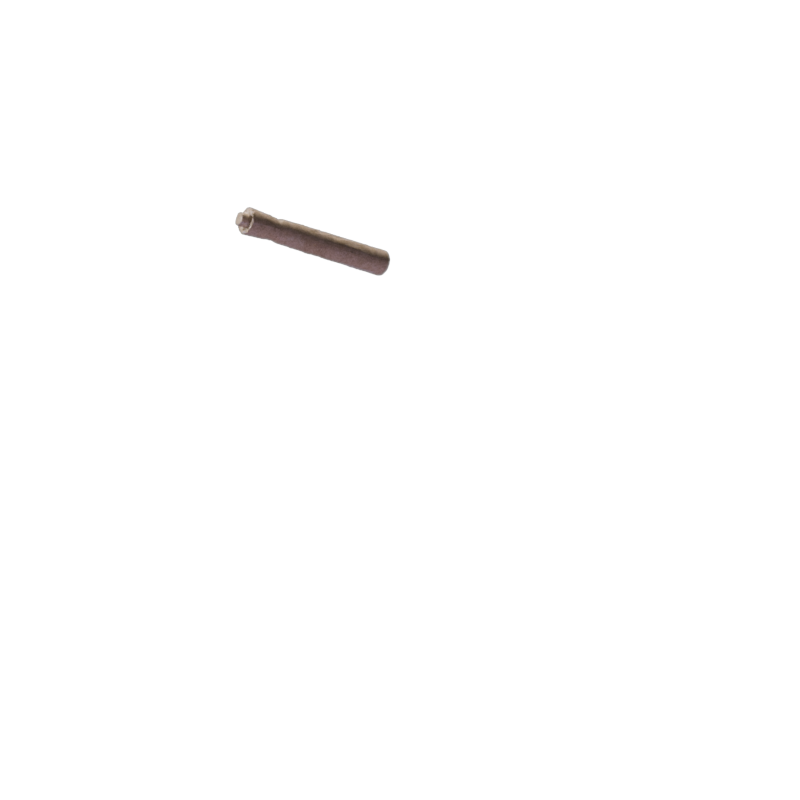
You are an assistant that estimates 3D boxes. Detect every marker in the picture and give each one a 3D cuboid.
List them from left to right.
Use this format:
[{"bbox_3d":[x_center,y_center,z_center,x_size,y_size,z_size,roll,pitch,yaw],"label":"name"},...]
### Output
[{"bbox_3d":[-0.059,-0.108,0.758,0.115,0.020,0.021,13,-4,-33],"label":"marker"}]
